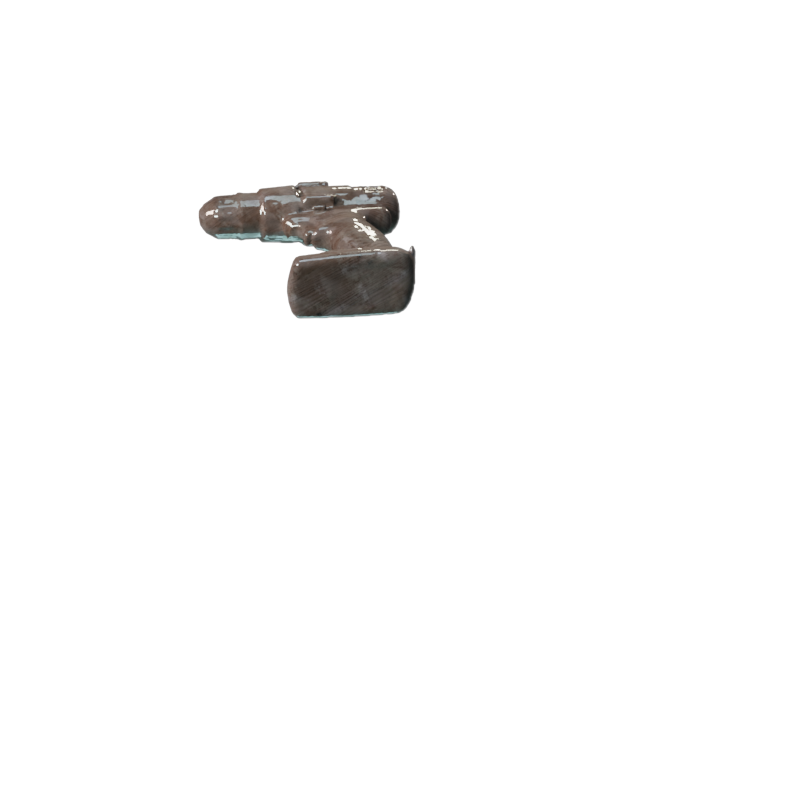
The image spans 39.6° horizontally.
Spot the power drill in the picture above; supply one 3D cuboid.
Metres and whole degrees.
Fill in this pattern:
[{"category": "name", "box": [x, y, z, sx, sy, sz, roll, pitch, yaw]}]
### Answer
[{"category": "power drill", "box": [-0.075, -0.136, 0.955, 0.182, 0.054, 0.201, -6, 32, -11]}]
